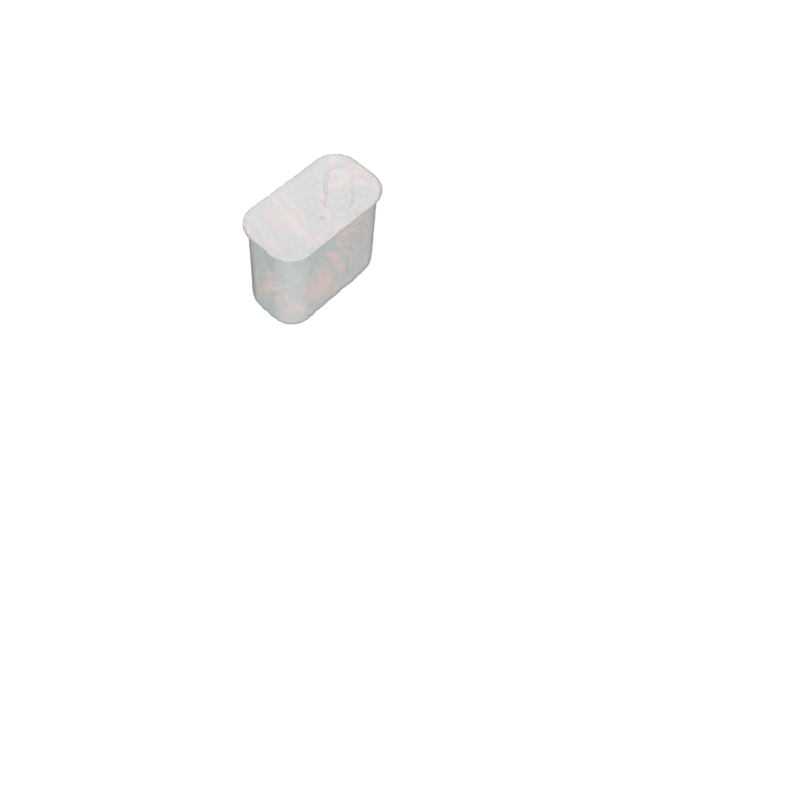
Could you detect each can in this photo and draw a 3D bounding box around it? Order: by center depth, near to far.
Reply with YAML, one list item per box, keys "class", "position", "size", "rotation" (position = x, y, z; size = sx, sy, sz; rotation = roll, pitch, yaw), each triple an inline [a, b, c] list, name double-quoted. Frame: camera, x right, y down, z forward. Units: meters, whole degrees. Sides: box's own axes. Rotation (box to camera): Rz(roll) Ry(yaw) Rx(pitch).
- class: "can"
  position: [-0.063, -0.114, 0.800]
  size: [0.061, 0.103, 0.078]
  rotation: [38, -27, 20]
